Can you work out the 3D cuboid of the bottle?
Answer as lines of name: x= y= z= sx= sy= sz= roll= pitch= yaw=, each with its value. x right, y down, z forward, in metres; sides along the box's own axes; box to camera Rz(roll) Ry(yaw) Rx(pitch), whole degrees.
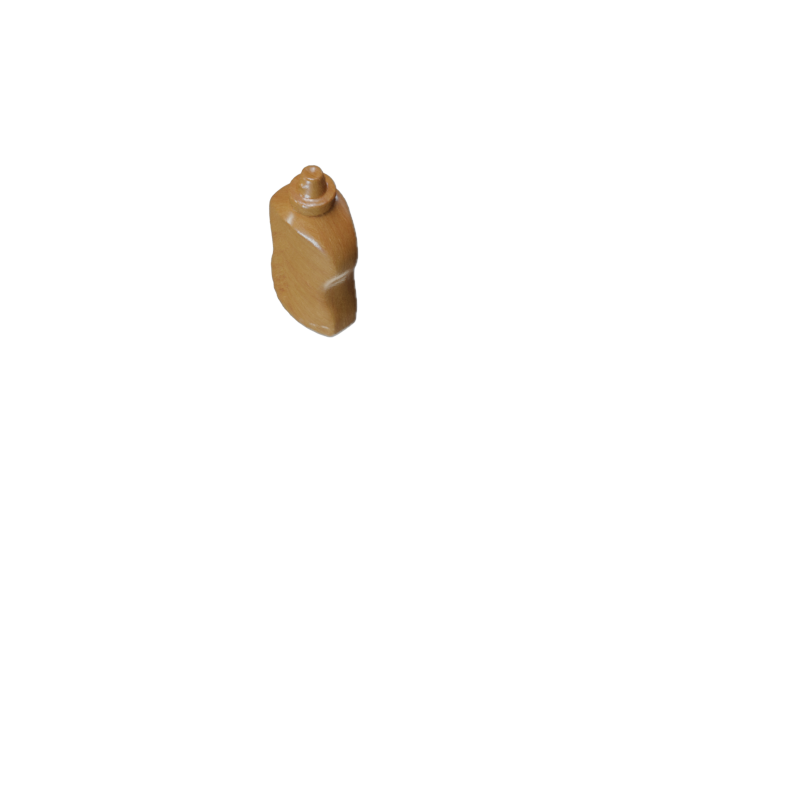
bottle: x=-0.078 y=-0.142 z=0.995 sx=0.058 sy=0.102 sz=0.179 roll=-32 pitch=-25 yaw=-22
